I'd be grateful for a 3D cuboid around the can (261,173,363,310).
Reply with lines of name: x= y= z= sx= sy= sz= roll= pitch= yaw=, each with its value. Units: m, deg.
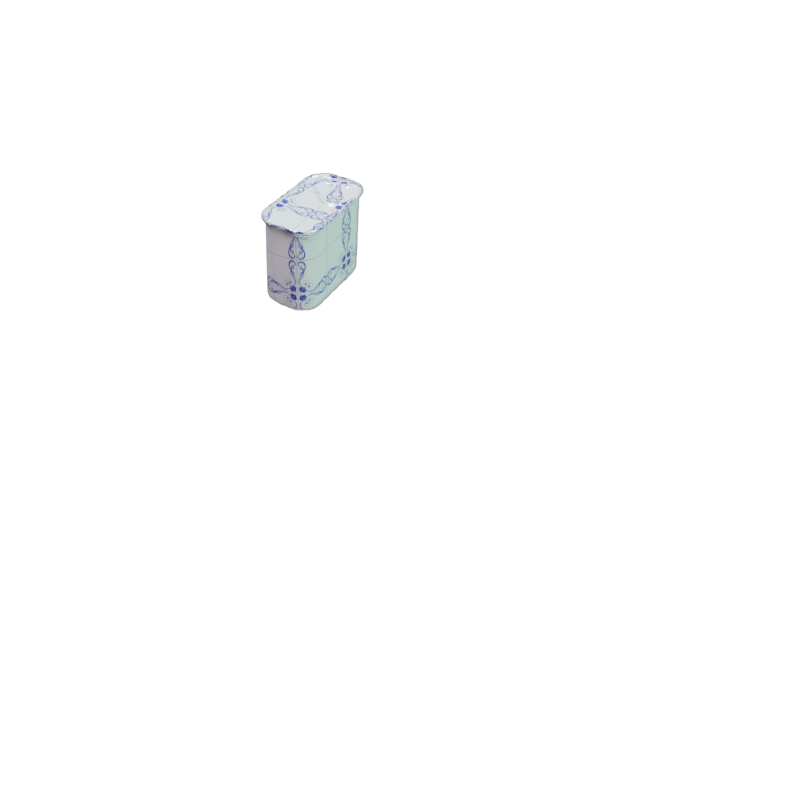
can: x=-0.076 y=-0.140 z=0.977 sx=0.060 sy=0.078 sz=0.104 roll=19 pitch=40 yaw=22
